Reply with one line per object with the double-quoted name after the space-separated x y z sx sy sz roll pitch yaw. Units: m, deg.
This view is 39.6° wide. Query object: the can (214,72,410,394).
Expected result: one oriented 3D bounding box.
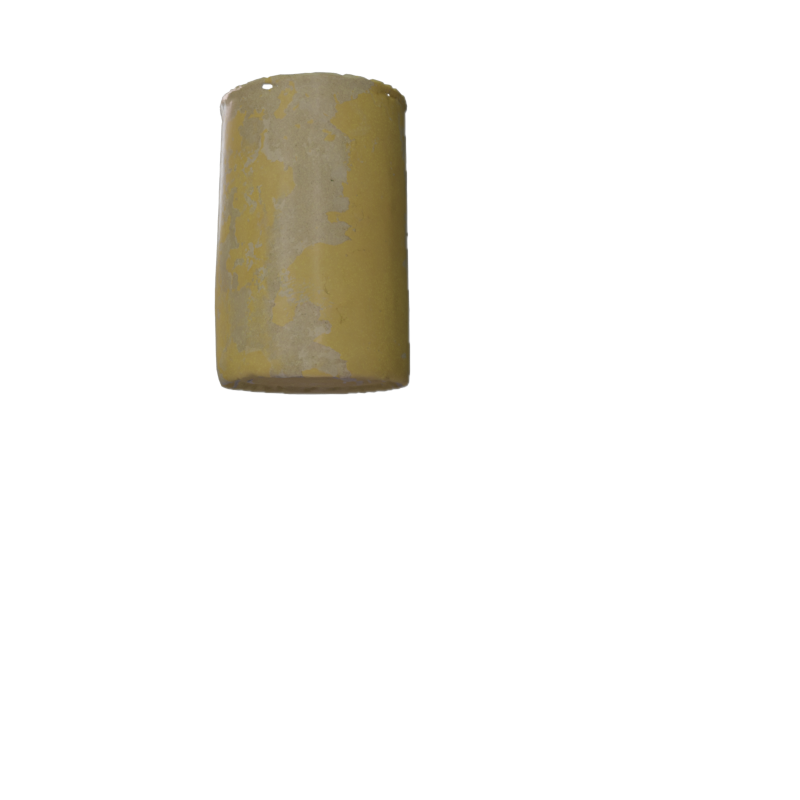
-0.031 -0.056 0.391 0.068 0.105 0.067 0 -10 -2 "can"
